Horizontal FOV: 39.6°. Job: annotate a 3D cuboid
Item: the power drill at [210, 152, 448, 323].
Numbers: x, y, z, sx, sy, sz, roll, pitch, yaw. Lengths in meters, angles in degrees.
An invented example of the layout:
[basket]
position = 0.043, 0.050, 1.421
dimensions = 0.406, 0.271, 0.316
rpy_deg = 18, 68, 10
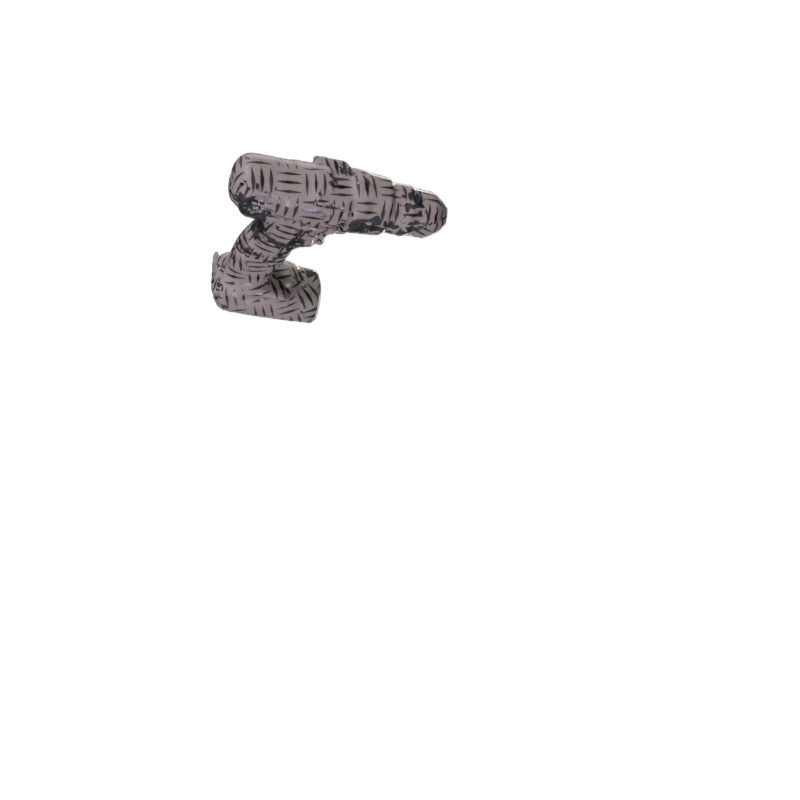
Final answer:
[power drill]
position = -0.074, -0.136, 0.950
dimensions = 0.179, 0.061, 0.181
rpy_deg = 11, -32, -18
